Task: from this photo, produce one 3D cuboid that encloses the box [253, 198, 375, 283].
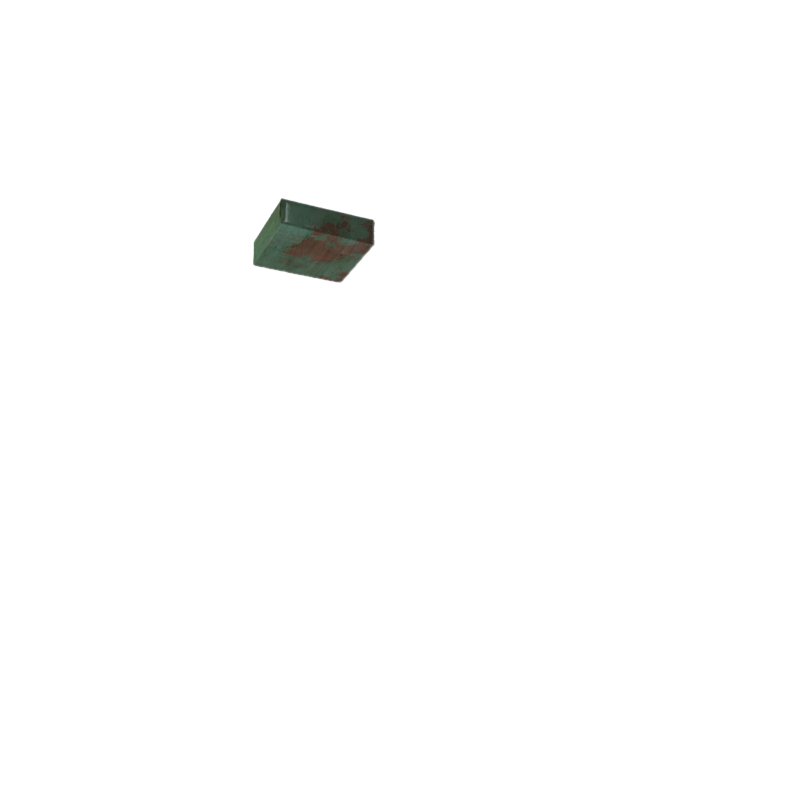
[{"bbox_3d":[-0.076,-0.139,0.975,0.086,0.032,0.071,10,-29,-20],"label":"box"}]
